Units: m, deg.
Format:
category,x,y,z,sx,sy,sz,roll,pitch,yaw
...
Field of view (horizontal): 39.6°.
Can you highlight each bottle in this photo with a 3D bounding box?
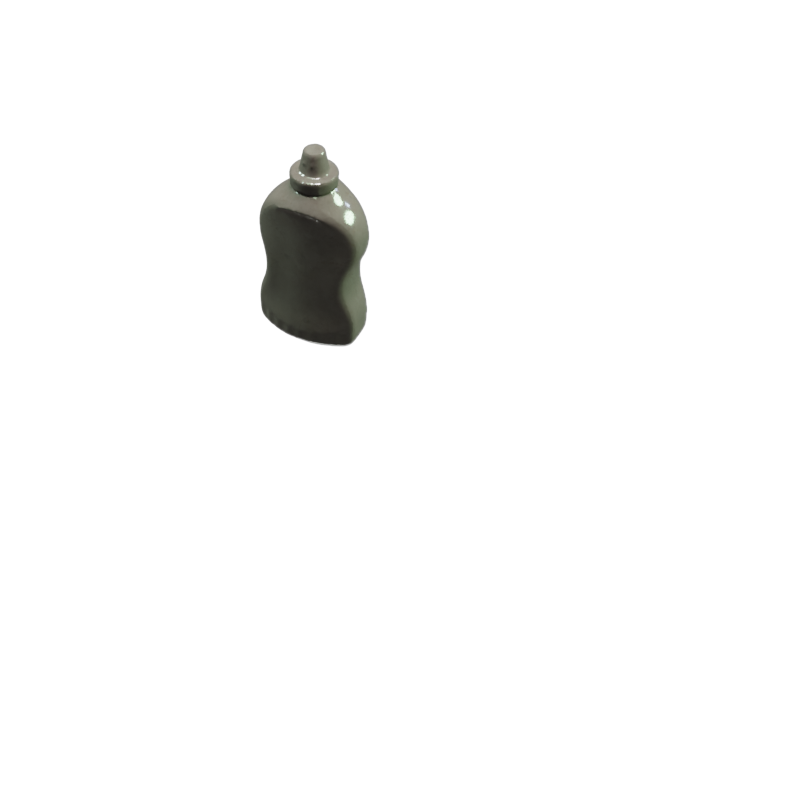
category,x,y,z,sx,sy,sz,roll,pitch,yaw
bottle,-0.075,-0.137,0.956,0.100,0.179,0.060,22,46,19
